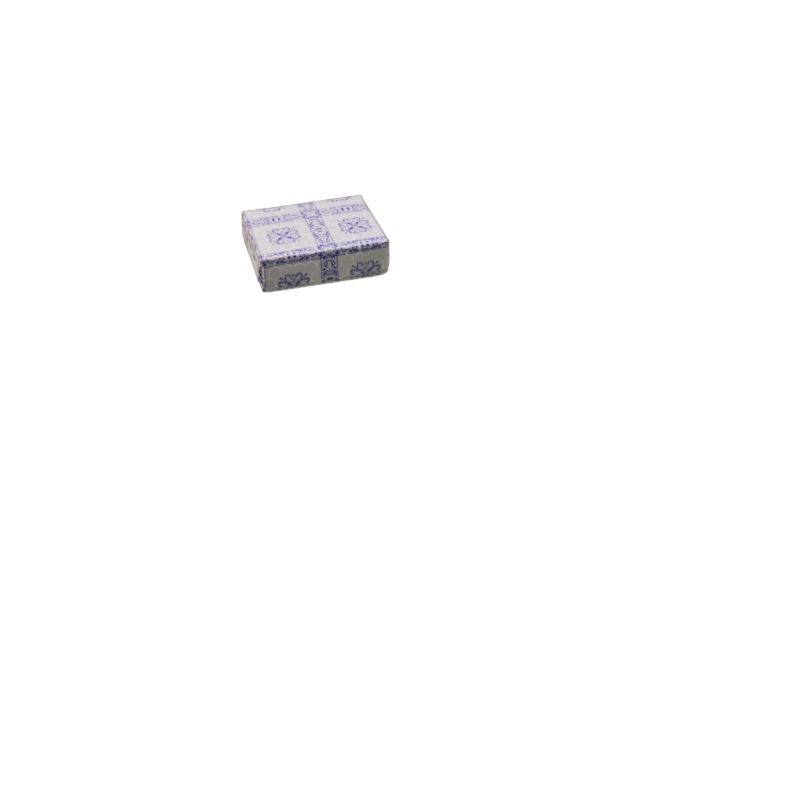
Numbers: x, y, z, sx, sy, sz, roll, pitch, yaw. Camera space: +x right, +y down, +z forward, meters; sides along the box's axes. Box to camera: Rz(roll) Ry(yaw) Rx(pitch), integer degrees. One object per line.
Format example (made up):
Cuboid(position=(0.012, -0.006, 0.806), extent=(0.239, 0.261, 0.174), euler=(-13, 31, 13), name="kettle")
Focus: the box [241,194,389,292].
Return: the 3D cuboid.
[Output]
Cuboid(position=(-0.075, -0.136, 0.956), extent=(0.112, 0.036, 0.097), euler=(-9, 36, -12), name="box")
